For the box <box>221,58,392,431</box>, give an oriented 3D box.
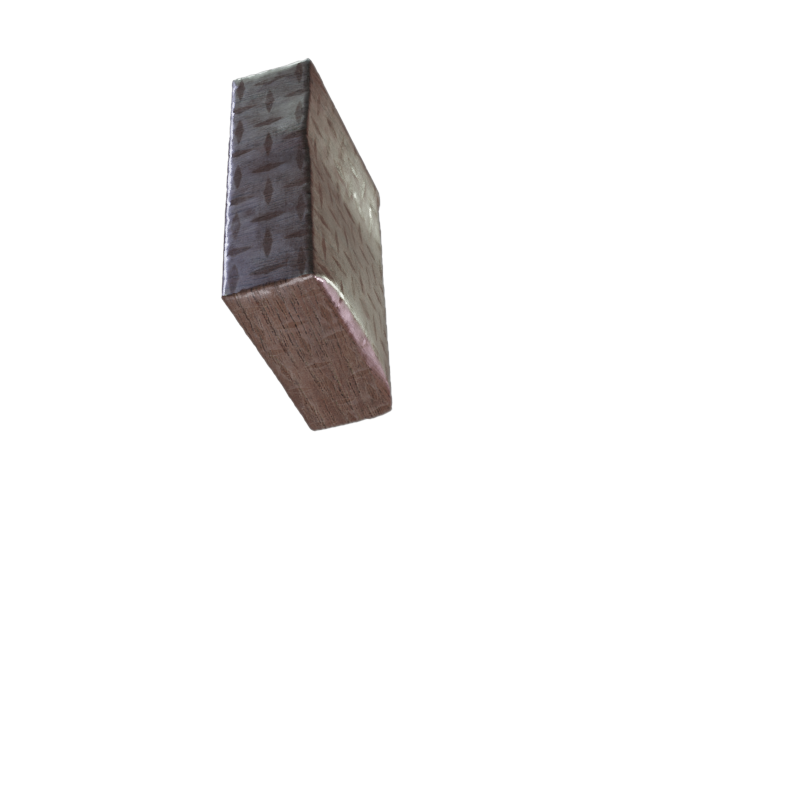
[{"bbox_3d":[-0.062,-0.114,0.795,0.072,0.229,0.151,-14,-40,13],"label":"box"}]
